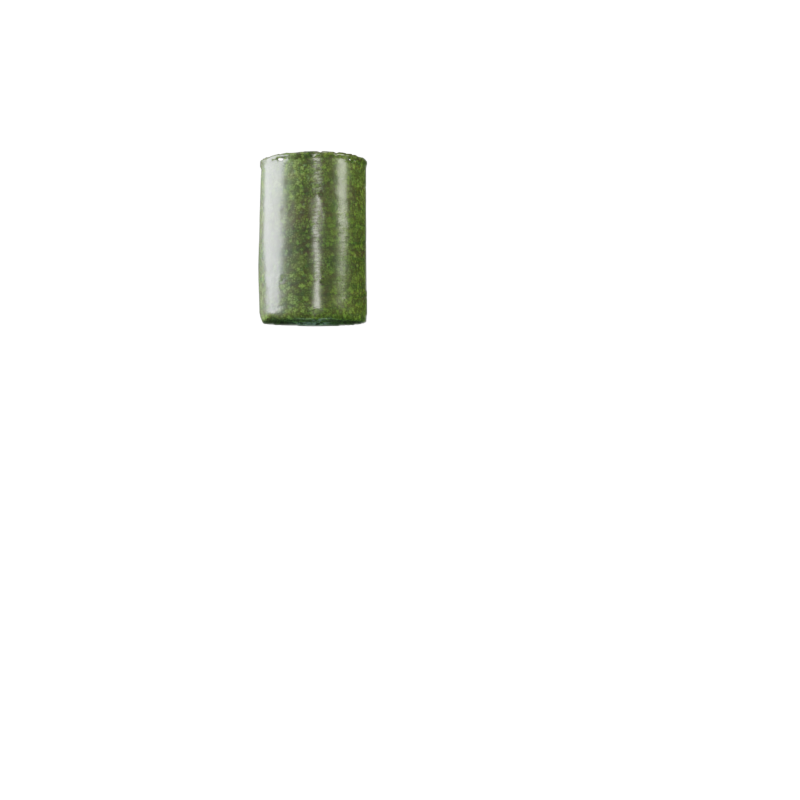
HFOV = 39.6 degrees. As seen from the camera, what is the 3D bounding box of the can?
[{"bbox_3d":[-0.054,-0.099,0.695,0.068,0.104,0.068,0,-6,-2],"label":"can"}]
